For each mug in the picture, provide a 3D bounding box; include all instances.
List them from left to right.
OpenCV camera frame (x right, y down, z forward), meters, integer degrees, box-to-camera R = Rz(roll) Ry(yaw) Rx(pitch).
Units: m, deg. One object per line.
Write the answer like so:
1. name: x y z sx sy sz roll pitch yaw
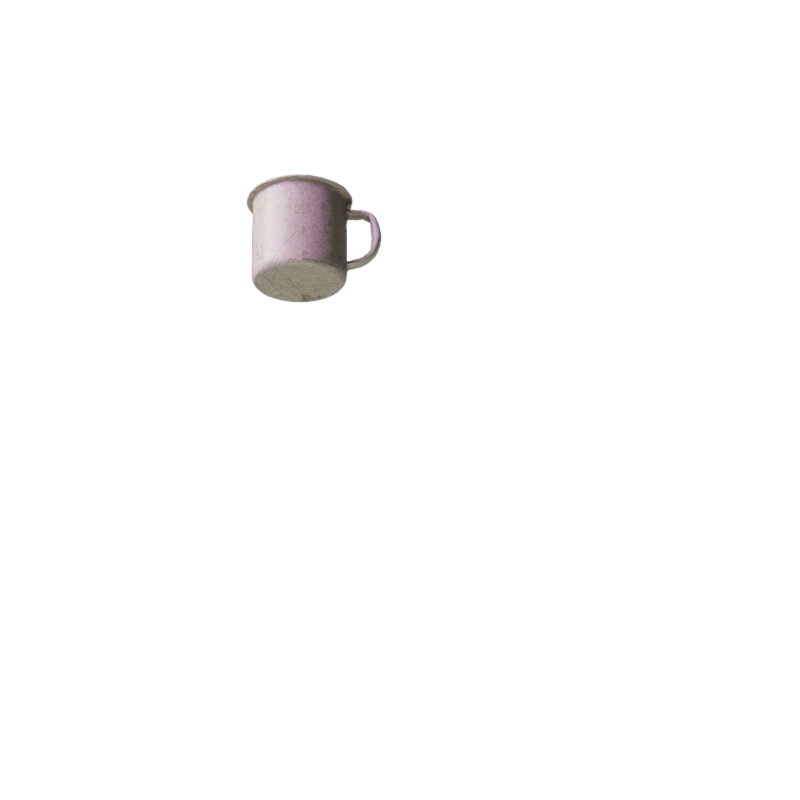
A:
1. mug: -0.075 -0.136 0.956 0.117 0.086 0.088 -1 -24 1
